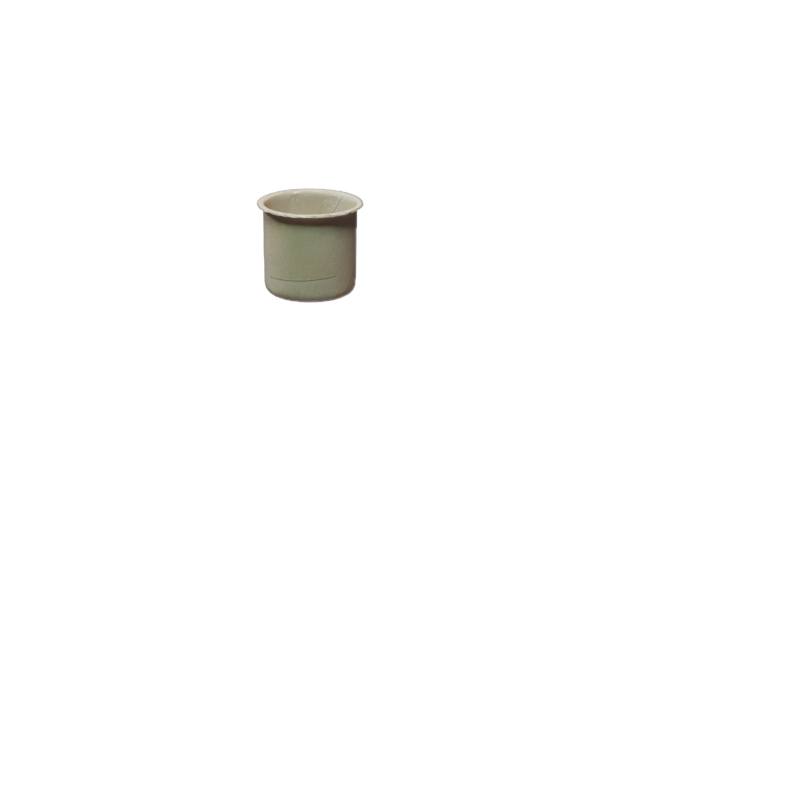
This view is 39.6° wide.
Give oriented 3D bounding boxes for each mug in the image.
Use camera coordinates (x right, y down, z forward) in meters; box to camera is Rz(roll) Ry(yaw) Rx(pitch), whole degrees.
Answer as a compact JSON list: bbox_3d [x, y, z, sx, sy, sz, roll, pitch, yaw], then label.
[{"bbox_3d":[-0.077,-0.141,0.988,0.095,0.078,0.121,5,23,10],"label":"mug"}]
